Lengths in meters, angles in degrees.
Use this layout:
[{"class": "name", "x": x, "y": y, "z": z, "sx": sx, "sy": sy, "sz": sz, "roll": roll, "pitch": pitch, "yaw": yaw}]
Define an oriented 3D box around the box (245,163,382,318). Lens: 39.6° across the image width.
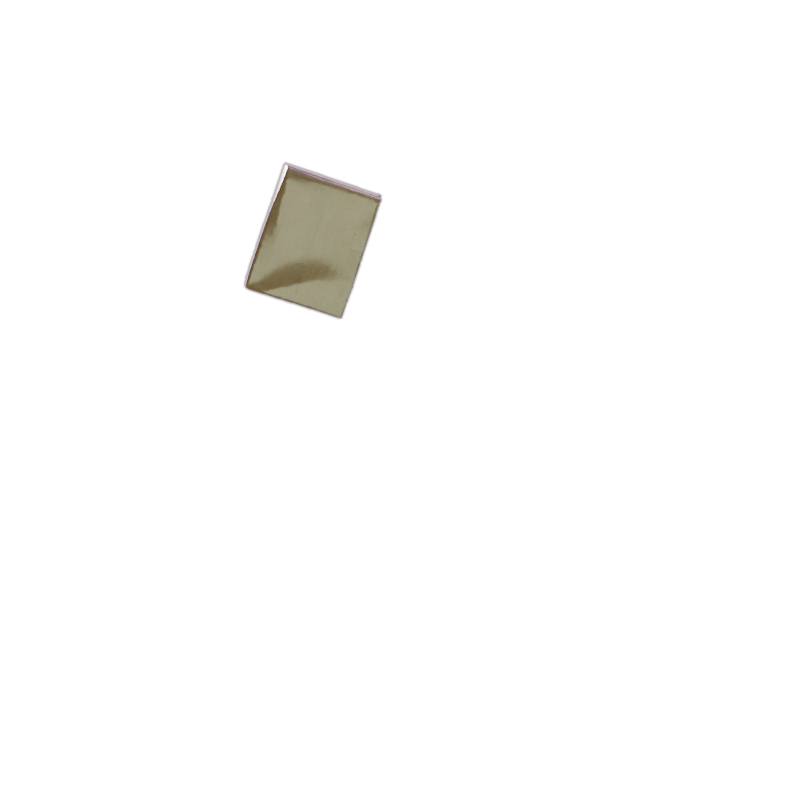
[{"class": "box", "x": -0.075, "y": -0.137, "z": 0.958, "sx": 0.089, "sy": 0.111, "sz": 0.040, "roll": 19, "pitch": 11, "yaw": -5}]
